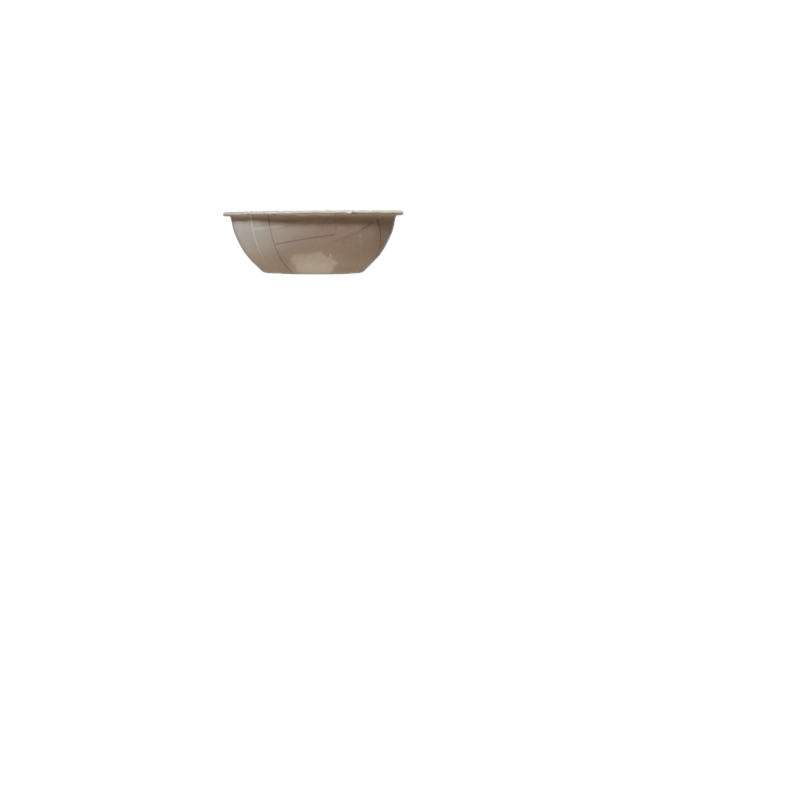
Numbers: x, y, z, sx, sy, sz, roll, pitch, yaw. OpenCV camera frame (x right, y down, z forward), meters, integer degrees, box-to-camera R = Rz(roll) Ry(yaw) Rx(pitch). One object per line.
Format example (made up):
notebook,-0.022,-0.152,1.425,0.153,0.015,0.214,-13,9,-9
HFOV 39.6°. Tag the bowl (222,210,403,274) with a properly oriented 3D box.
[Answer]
bowl,-0.078,-0.141,0.990,0.162,0.054,0.164,0,8,-2
